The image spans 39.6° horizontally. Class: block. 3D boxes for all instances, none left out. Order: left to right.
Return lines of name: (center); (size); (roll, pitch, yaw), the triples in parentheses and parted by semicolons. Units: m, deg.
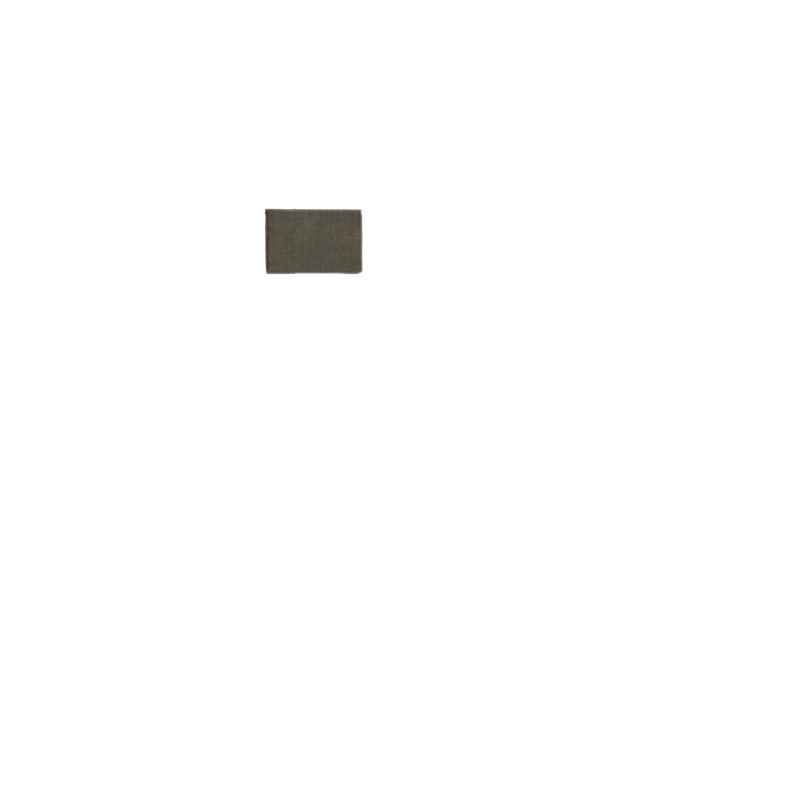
block: (-0.070, -0.127, 0.889); (0.077, 0.051, 0.053); (0, 2, -5)
